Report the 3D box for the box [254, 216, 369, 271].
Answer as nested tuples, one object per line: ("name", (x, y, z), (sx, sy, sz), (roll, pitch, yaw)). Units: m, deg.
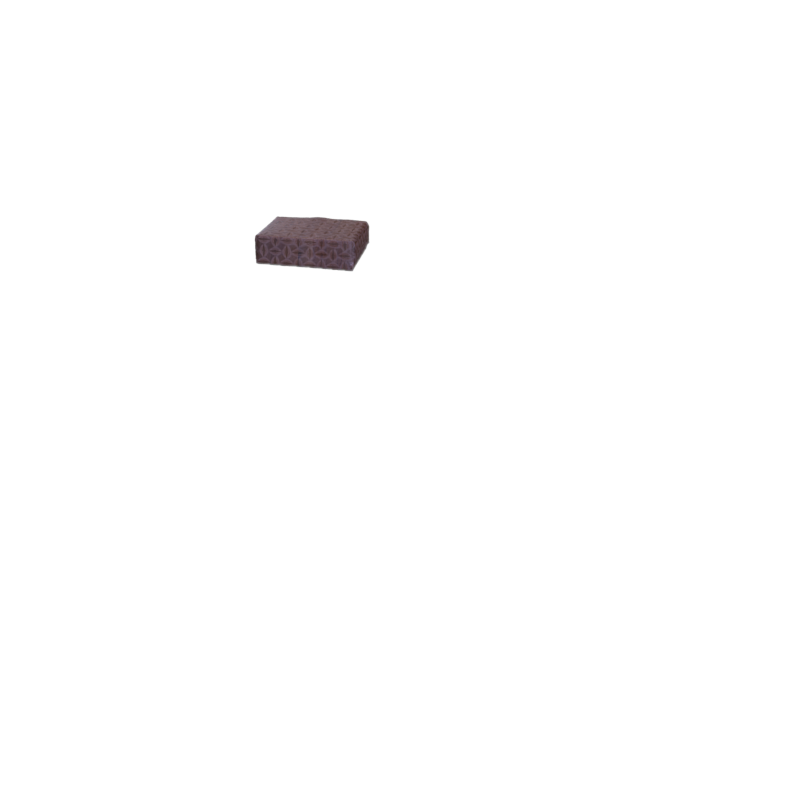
("box", (-0.077, -0.141, 0.985), (0.091, 0.029, 0.075), (4, 21, 10))
